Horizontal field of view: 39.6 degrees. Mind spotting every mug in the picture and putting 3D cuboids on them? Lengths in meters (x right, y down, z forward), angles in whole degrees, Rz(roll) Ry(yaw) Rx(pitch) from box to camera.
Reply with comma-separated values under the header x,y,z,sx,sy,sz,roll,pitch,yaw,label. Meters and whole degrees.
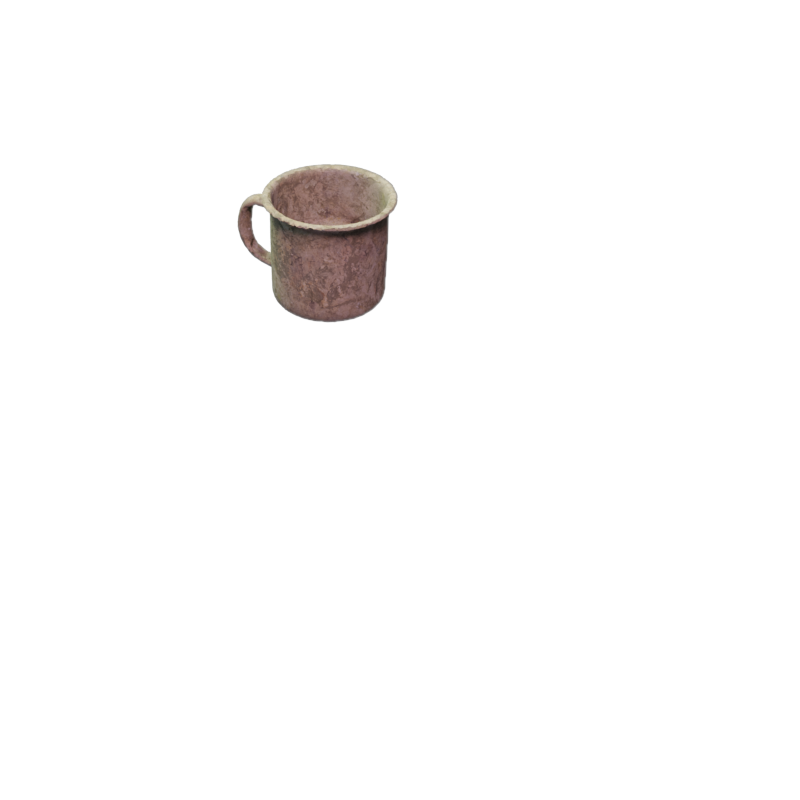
x,y,z,sx,sy,sz,roll,pitch,yaw,label
-0.061,-0.111,0.780,0.121,0.076,0.096,13,37,16,mug
